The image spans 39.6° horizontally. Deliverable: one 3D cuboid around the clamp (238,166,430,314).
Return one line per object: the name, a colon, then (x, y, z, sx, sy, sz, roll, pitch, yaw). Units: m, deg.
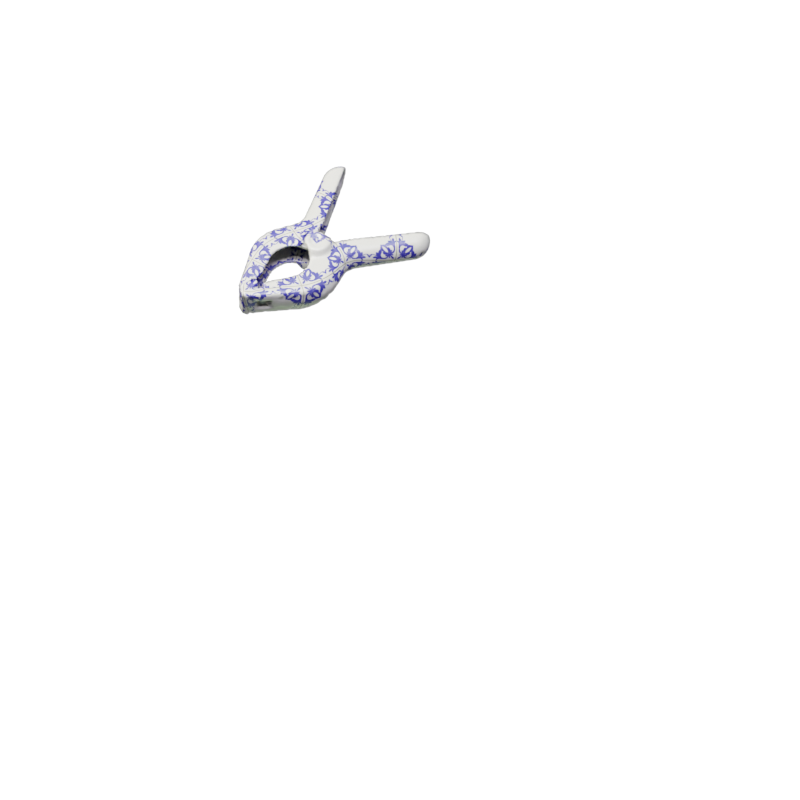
clamp: (-0.074, -0.135, 0.947, 0.171, 0.036, 0.129, -27, 53, -23)
